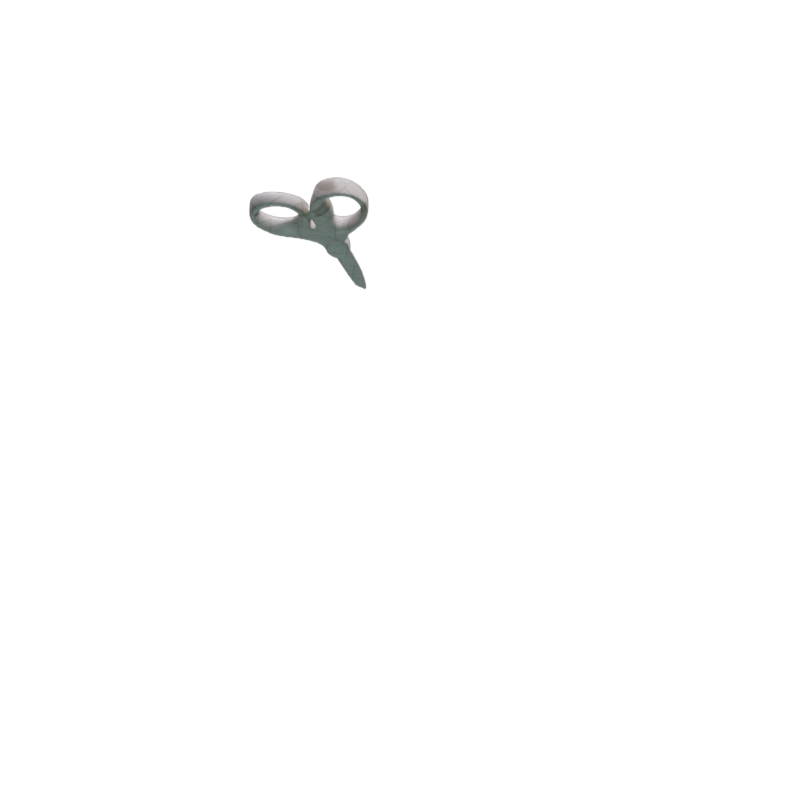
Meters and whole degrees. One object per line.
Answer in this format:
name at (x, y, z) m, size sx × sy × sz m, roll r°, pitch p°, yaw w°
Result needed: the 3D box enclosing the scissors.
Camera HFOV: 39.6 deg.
scissors at (-0.068, -0.123, 0.863) m, size 0.096 × 0.016 × 0.194 m, roll 1°, pitch -16°, yaw -5°
